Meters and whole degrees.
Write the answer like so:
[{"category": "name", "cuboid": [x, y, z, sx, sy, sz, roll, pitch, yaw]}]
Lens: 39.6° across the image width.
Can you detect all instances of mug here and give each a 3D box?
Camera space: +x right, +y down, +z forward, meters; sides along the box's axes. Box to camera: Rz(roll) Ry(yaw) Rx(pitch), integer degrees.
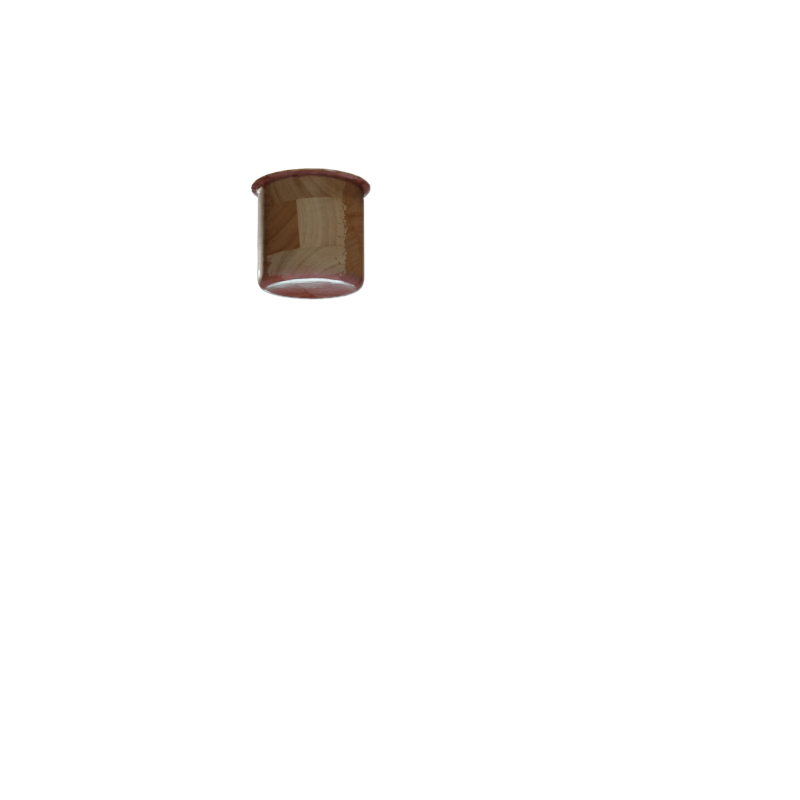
[{"category": "mug", "cuboid": [-0.068, -0.123, 0.862, 0.094, 0.084, 0.113, -2, -10, 6]}]
